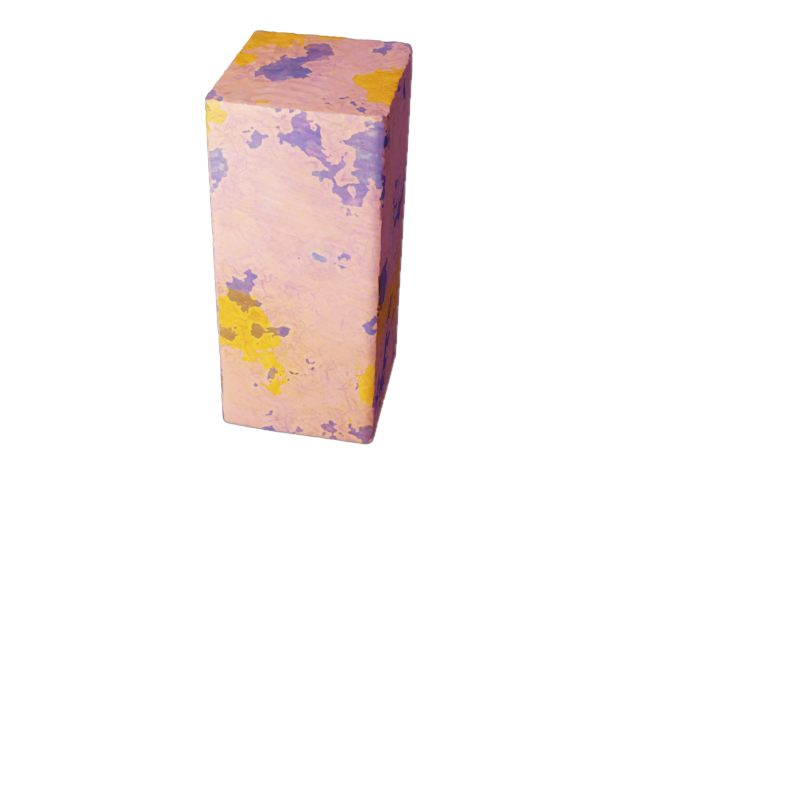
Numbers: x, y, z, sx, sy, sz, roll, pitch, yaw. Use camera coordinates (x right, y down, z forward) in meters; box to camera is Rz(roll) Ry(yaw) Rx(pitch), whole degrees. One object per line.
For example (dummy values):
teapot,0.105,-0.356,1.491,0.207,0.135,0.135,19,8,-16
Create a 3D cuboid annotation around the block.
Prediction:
block,-0.047,-0.087,0.609,0.092,0.193,0.095,8,36,8
